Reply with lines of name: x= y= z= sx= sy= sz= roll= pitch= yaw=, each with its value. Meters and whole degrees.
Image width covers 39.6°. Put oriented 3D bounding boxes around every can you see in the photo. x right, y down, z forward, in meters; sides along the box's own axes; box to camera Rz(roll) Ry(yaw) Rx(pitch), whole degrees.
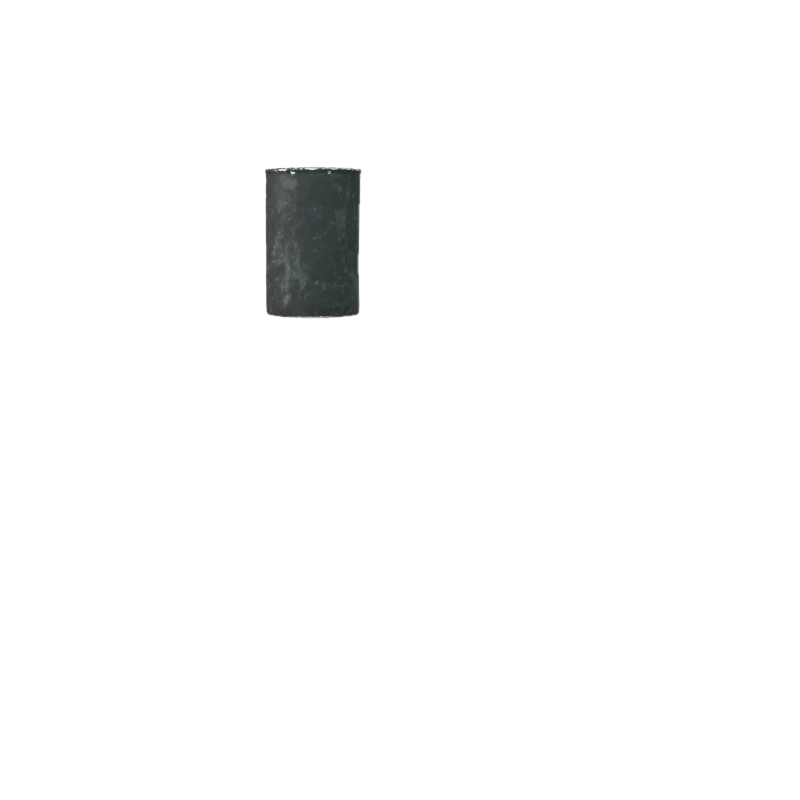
can: x=-0.061 y=-0.111 z=0.779 sx=0.068 sy=0.102 sz=0.069 roll=0 pitch=4 yaw=-2
